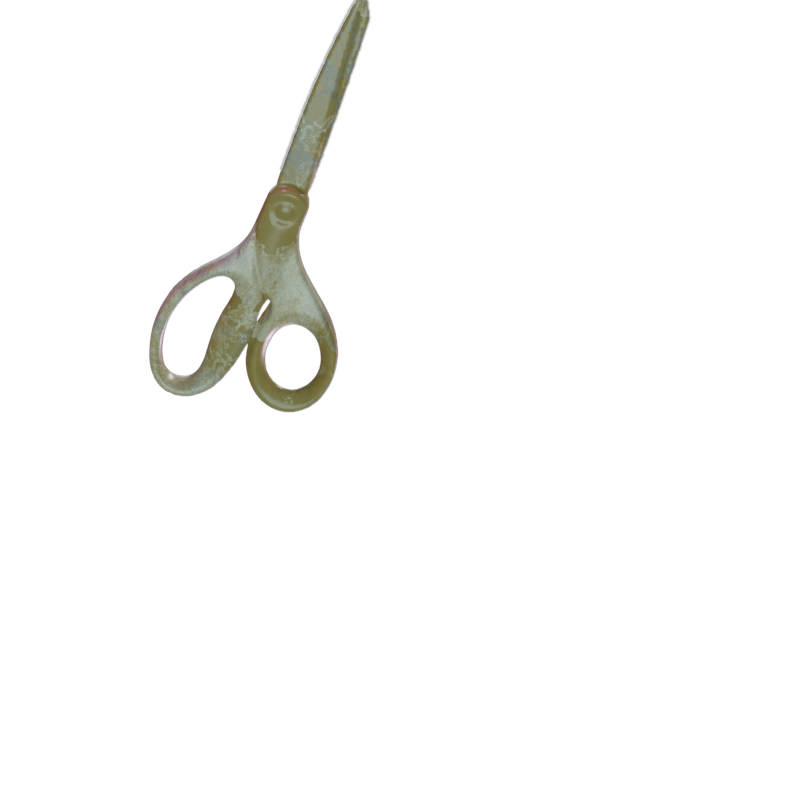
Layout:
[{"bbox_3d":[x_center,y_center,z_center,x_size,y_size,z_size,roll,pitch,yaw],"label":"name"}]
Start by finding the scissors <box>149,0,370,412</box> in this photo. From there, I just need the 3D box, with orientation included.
[{"bbox_3d":[-0.039,-0.071,0.498,0.093,0.198,0.017,35,20,-15],"label":"scissors"}]
